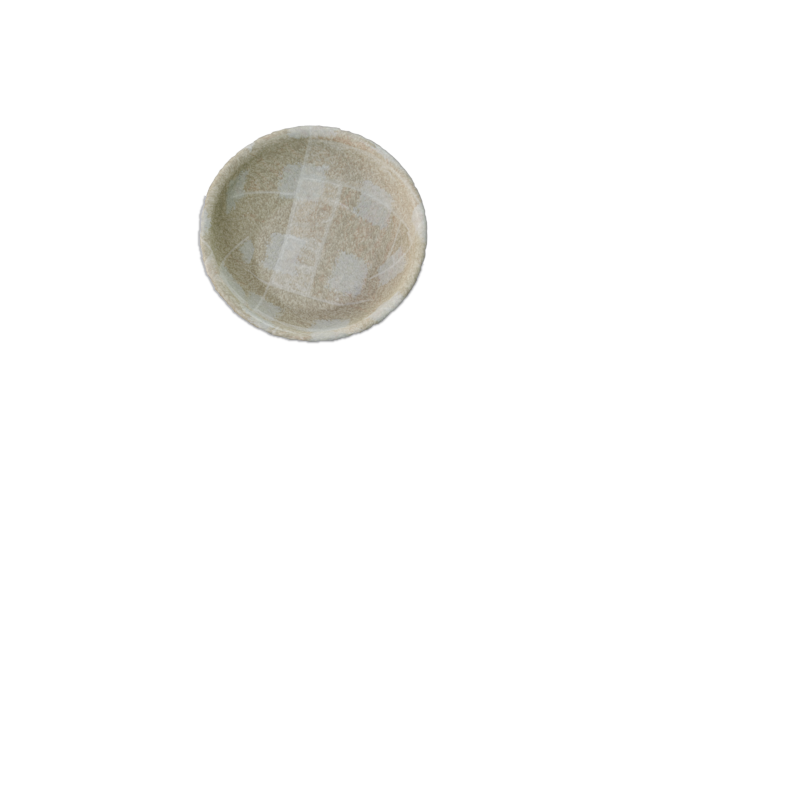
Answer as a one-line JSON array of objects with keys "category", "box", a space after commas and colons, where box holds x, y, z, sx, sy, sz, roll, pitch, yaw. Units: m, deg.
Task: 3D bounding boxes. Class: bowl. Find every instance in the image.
[{"category": "bowl", "box": [-0.063, -0.115, 0.804, 0.162, 0.169, 0.053, -1, -17, -1]}]
